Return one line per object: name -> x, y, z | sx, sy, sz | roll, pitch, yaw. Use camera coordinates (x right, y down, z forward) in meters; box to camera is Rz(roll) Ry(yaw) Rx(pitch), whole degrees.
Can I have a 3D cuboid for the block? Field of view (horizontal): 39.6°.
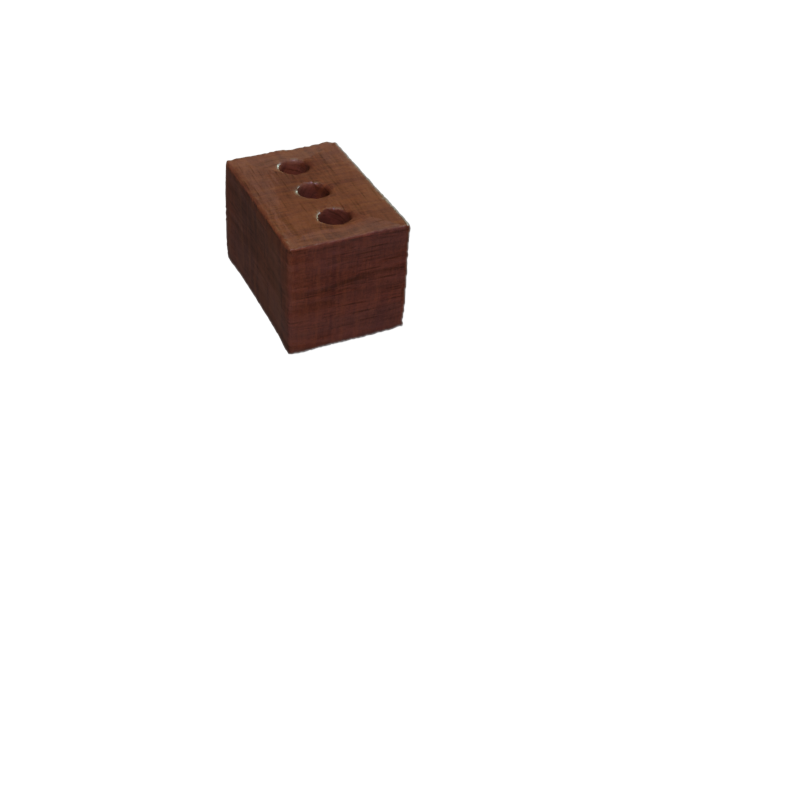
block -> -0.036, -0.066, 0.460 | 0.052, 0.048, 0.084 | -14, 40, -20
